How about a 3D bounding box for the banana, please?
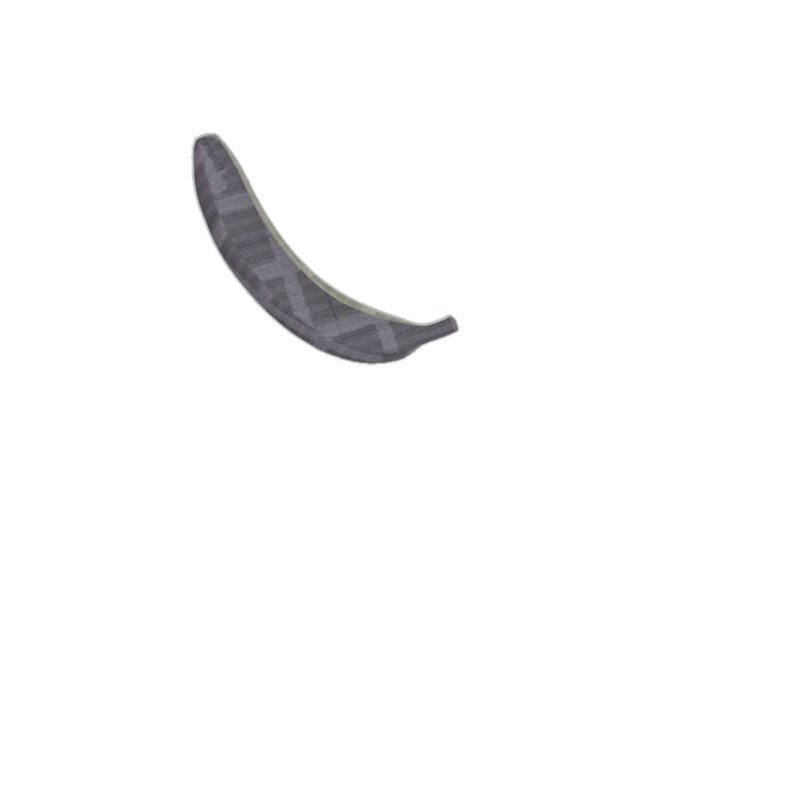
[{"bbox_3d":[-0.062,-0.081,0.686,0.197,0.069,0.037,37,2,-1],"label":"banana"}]
